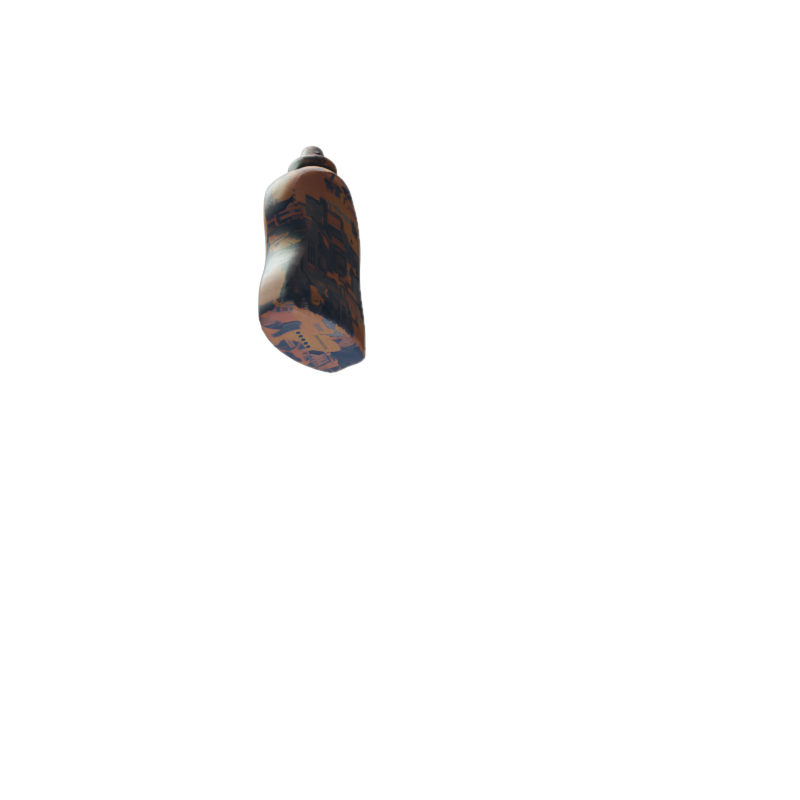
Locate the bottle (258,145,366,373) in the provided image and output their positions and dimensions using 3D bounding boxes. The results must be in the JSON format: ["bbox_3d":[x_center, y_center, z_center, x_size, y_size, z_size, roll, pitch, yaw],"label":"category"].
[{"bbox_3d":[-0.068,-0.124,0.867,0.058,0.205,0.089,-26,-41,29],"label":"bottle"}]
